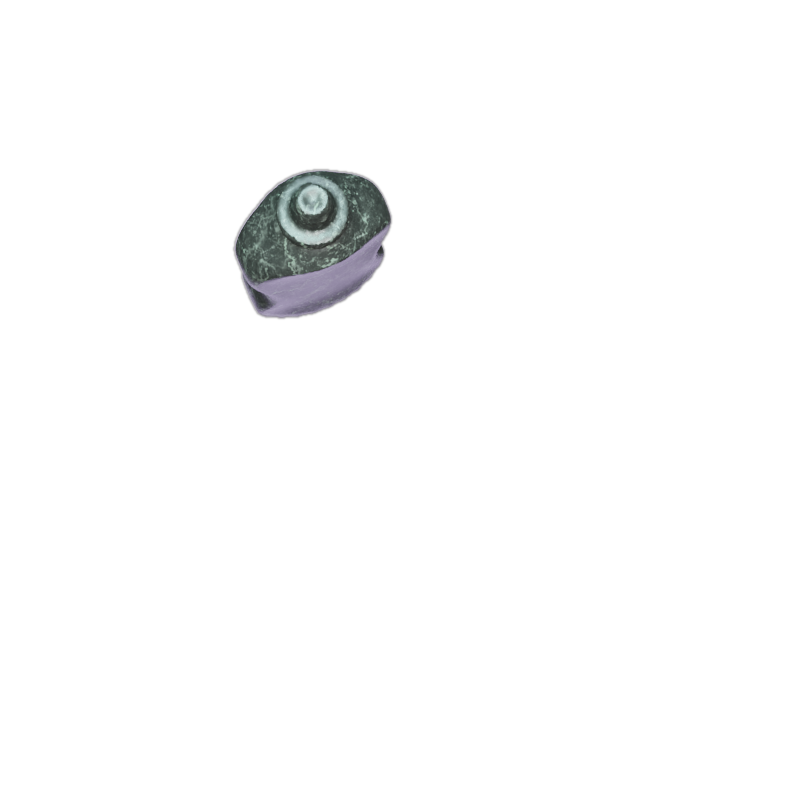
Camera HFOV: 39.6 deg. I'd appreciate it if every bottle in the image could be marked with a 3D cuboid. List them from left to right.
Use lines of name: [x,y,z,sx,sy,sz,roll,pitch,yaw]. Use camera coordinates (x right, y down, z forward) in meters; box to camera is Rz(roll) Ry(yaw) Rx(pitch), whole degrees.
bottle: [-0.054,-0.098,0.683,0.096,0.060,0.188,-22,-4,-6]
